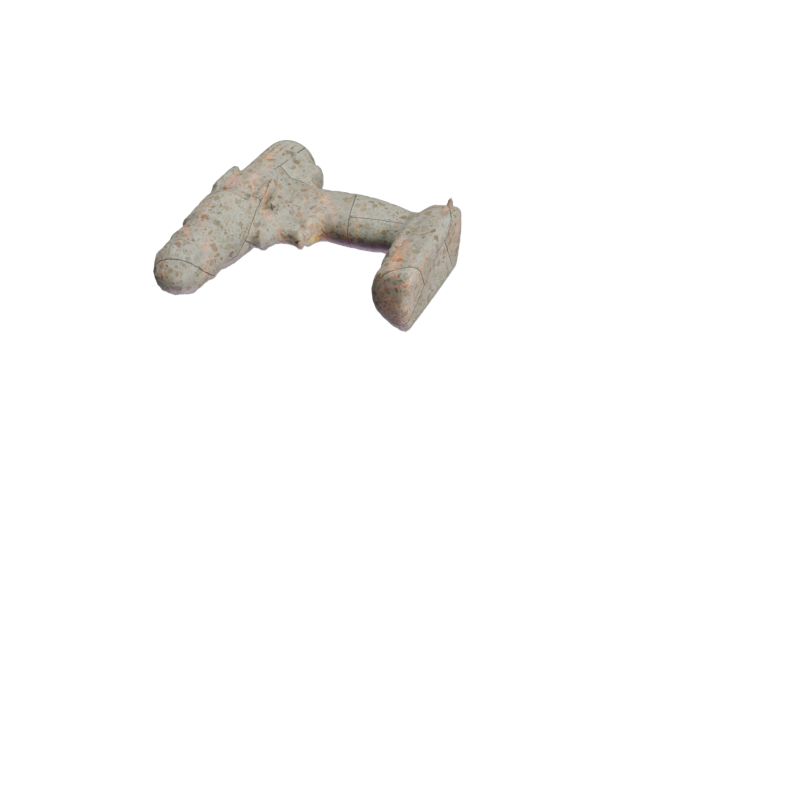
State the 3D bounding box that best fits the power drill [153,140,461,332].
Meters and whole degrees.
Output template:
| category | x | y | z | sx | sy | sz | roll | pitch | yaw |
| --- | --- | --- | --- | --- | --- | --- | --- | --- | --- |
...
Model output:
| category | x | y | z | sx | sy | sz | roll | pitch | yaw |
| --- | --- | --- | --- | --- | --- | --- | --- | --- | --- |
| power drill | -0.064 | -0.116 | 0.812 | 0.196 | 0.053 | 0.190 | 21 | 48 | 20 |
